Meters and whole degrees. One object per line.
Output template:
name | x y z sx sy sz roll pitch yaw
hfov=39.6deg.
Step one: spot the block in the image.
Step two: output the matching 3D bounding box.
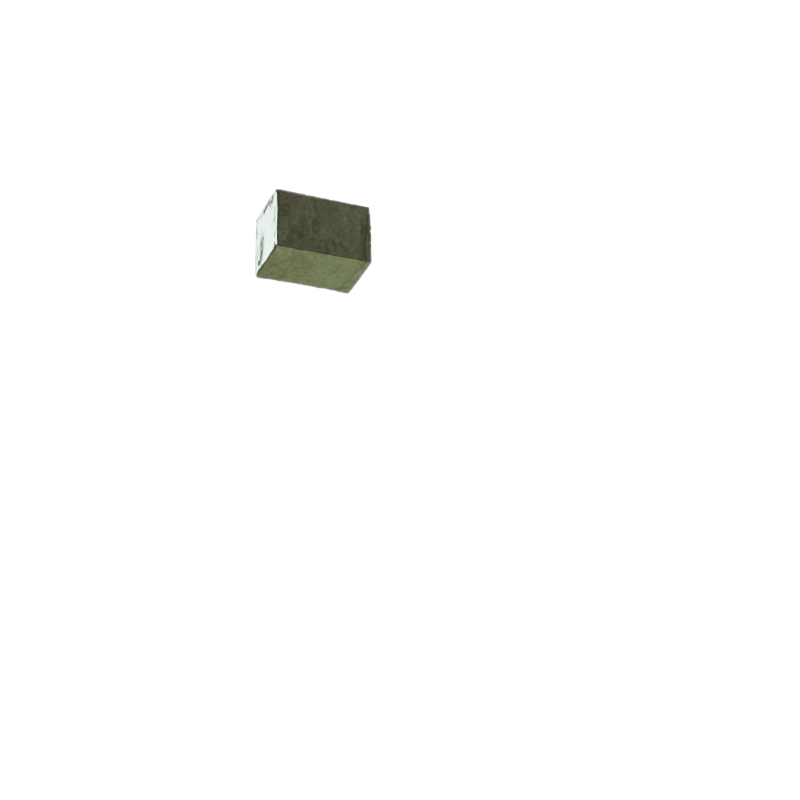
block | -0.066 -0.121 0.847 0.075 0.054 0.051 10 -29 -20
